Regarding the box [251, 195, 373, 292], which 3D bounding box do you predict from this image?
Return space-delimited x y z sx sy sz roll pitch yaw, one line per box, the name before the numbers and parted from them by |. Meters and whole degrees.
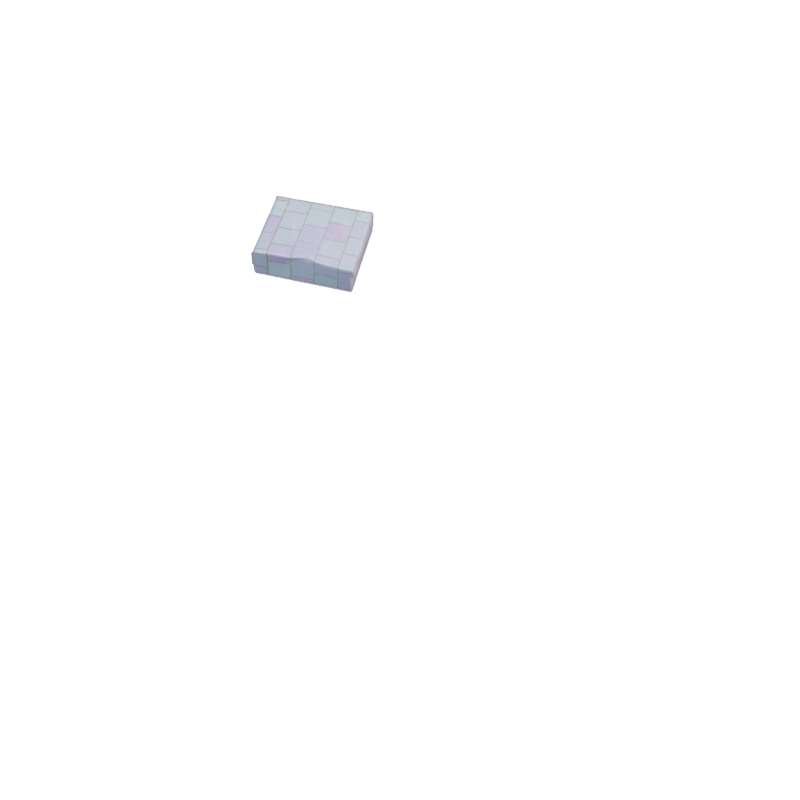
box | -0.074 -0.135 0.947 0.091 0.077 0.028 11 -40 9
